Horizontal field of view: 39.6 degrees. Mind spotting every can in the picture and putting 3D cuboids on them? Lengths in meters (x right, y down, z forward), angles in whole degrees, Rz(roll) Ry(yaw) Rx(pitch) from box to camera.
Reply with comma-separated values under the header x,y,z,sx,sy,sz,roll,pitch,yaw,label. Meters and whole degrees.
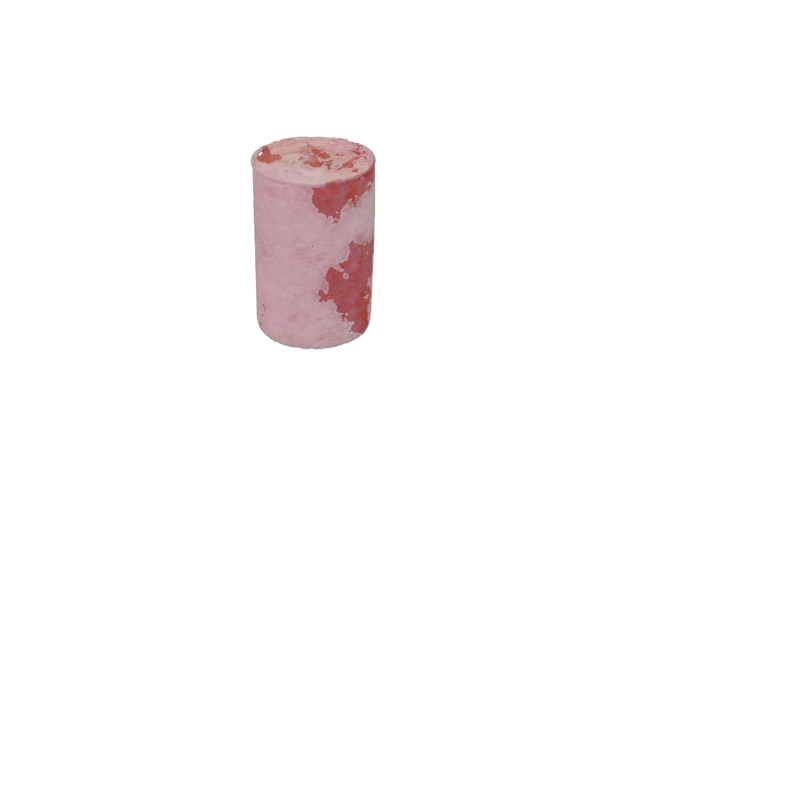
x,y,z,sx,sy,sz,roll,pitch,yaw,label
-0.049,-0.089,0.621,0.068,0.096,0.073,0,29,-2,can
